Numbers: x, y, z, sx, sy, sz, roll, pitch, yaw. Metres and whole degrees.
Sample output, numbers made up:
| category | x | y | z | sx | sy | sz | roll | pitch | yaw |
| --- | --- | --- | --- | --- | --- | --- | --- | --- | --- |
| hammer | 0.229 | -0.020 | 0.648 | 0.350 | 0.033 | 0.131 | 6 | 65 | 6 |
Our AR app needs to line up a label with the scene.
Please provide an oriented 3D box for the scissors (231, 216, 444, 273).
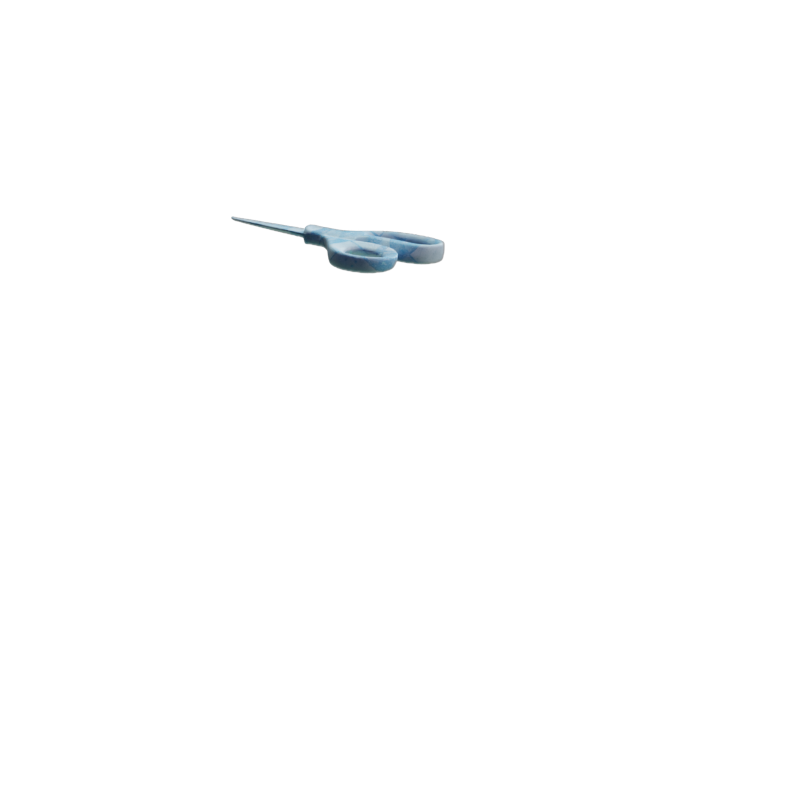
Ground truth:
| category | x | y | z | sx | sy | sz | roll | pitch | yaw |
| --- | --- | --- | --- | --- | --- | --- | --- | --- | --- |
| scissors | -0.067 | -0.122 | 0.853 | 0.209 | 0.015 | 0.096 | 10 | 22 | 25 |
